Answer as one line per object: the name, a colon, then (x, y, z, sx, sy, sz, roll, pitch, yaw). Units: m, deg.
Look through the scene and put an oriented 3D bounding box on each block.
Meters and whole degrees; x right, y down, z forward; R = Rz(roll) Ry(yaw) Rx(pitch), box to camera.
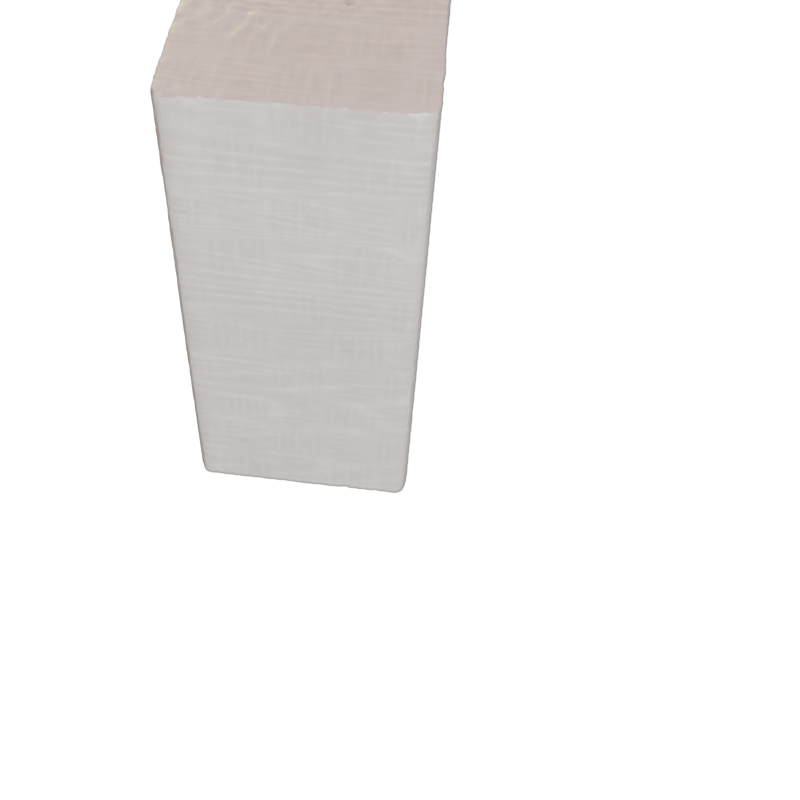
block: (-0.034, -0.061, 0.431, 0.091, 0.096, 0.192, 6, -40, 2)
